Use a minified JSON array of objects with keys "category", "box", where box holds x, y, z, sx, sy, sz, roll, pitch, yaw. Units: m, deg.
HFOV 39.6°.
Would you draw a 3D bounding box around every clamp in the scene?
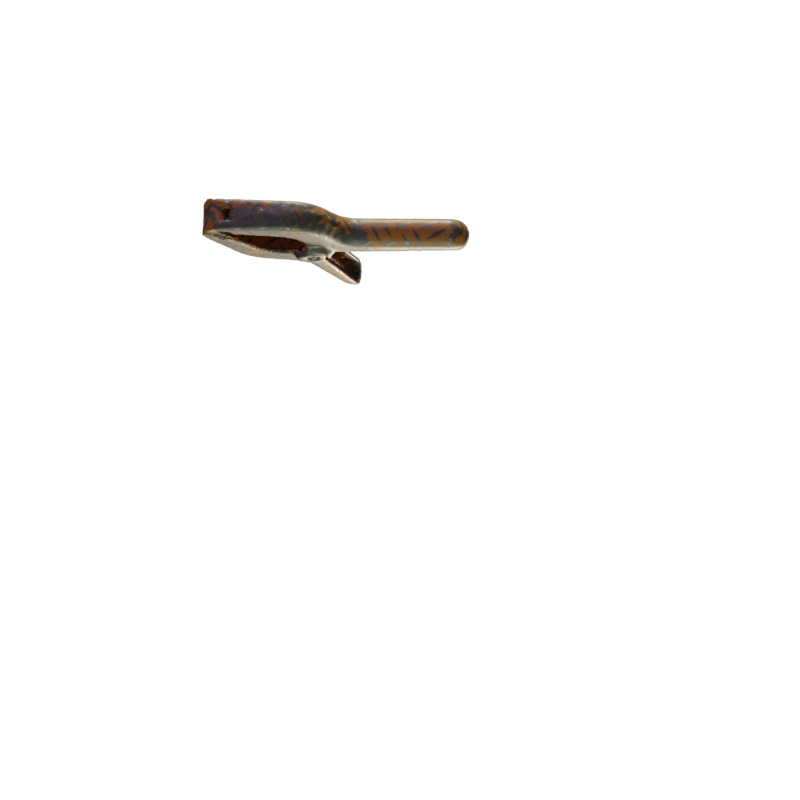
[{"category":"clamp","box":[-0.072,-0.132,0.924,0.202,0.038,0.165,5,-11,-27]}]
